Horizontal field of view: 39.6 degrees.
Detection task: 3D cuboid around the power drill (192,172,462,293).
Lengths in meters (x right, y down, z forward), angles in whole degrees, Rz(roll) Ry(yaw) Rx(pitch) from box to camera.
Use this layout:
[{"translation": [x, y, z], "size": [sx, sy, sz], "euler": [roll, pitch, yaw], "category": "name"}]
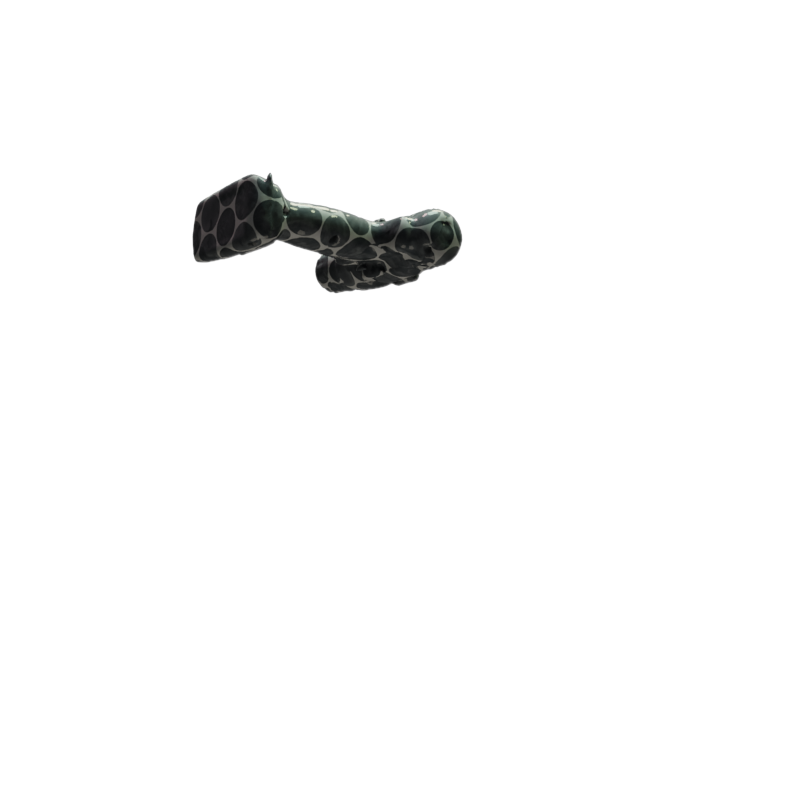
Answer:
[{"translation": [-0.071, -0.130, 0.912], "size": [0.180, 0.059, 0.187], "euler": [5, -10, -33], "category": "power drill"}]
